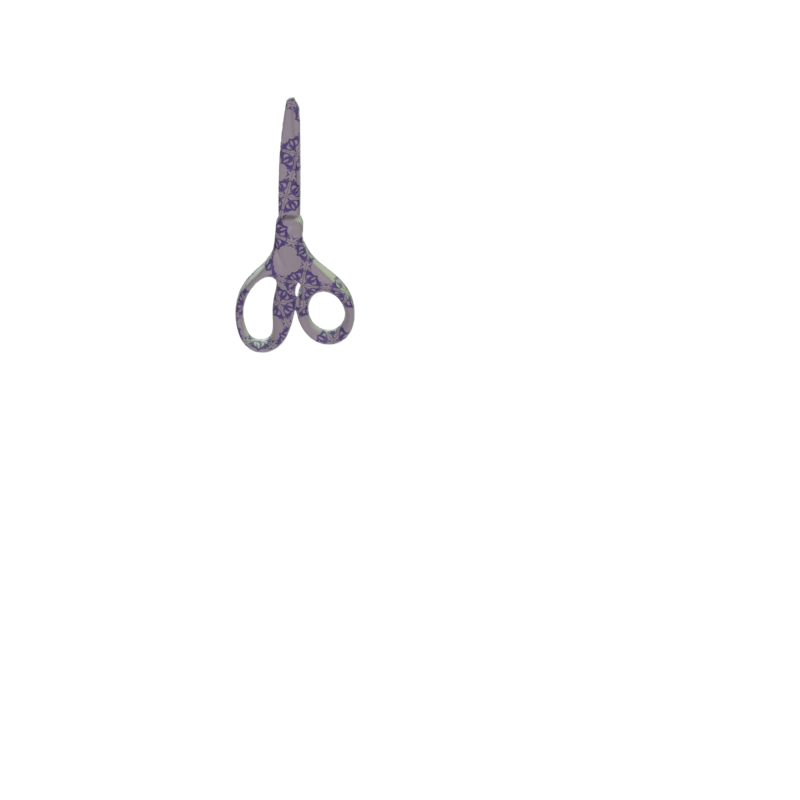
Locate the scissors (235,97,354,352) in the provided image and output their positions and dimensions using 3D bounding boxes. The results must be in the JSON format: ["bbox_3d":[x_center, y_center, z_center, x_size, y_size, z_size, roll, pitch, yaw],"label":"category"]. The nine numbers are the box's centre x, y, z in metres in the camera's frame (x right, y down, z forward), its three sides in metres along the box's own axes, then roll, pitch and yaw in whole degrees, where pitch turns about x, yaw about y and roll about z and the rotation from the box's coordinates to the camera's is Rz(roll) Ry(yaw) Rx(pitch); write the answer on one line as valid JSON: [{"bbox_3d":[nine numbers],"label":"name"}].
[{"bbox_3d":[-0.061,-0.111,0.781,0.094,0.193,0.017,16,32,-11],"label":"scissors"}]
